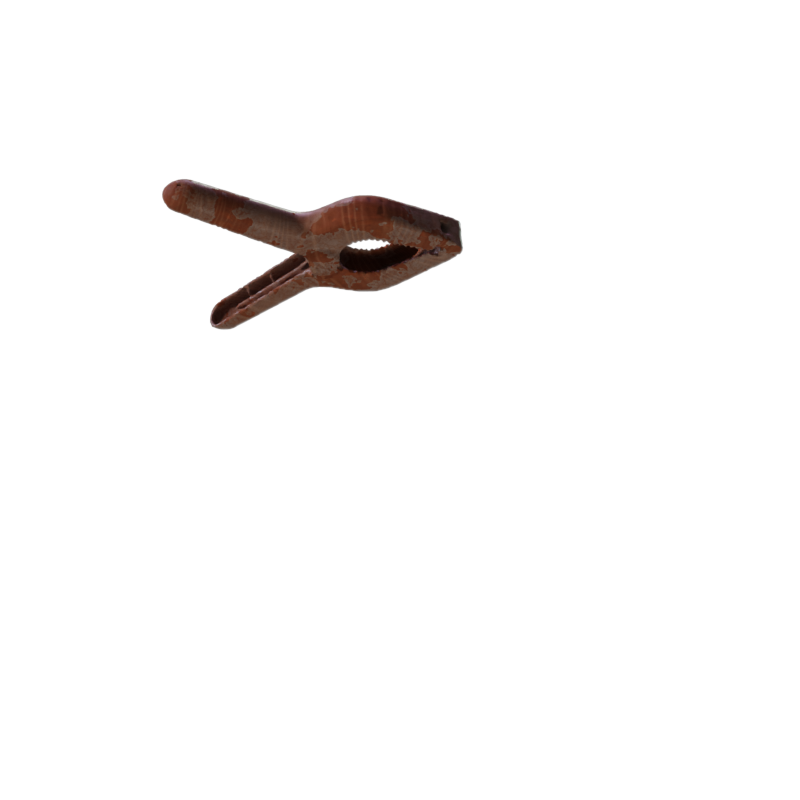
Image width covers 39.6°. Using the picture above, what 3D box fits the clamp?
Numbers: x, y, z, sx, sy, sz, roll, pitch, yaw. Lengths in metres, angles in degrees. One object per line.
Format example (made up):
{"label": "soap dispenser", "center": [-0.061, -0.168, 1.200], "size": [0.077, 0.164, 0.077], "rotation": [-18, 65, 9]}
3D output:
{"label": "clamp", "center": [-0.063, -0.115, 0.804], "size": [0.212, 0.039, 0.152], "rotation": [-7, -33, 11]}
